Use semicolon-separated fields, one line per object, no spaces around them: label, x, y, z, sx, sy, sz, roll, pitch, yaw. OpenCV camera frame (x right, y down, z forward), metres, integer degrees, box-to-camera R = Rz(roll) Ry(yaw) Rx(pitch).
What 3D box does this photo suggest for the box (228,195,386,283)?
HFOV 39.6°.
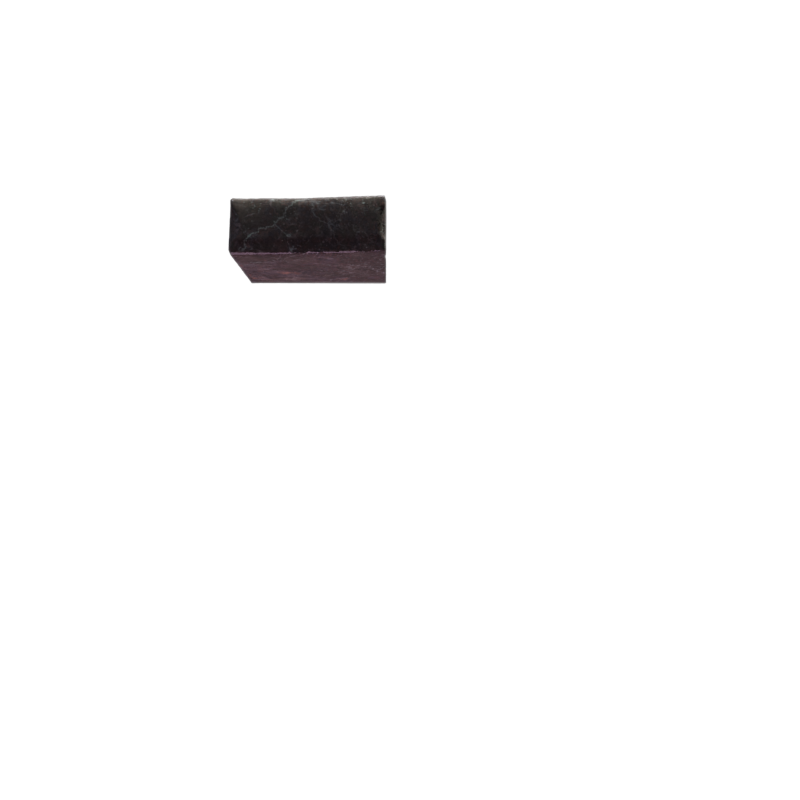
box;-0.043;-0.079;0.552;0.073;0.031;0.087;0;-4;1
